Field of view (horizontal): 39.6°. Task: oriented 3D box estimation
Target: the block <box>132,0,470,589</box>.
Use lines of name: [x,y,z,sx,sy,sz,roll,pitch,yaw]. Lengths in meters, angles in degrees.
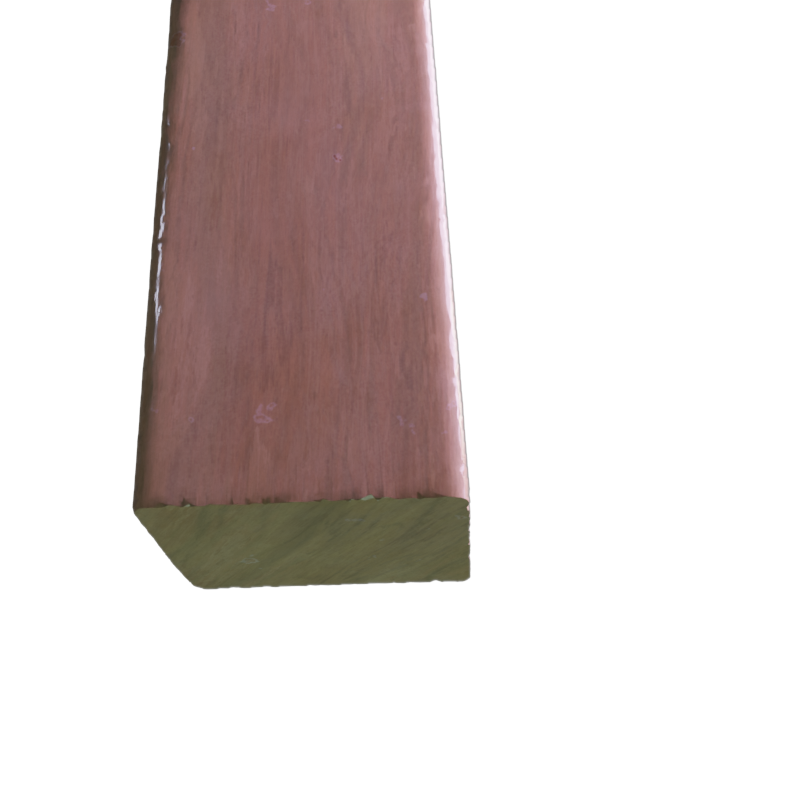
block: [-0.029,-0.053,0.371,0.091,0.219,0.084,-4,-28,3]
